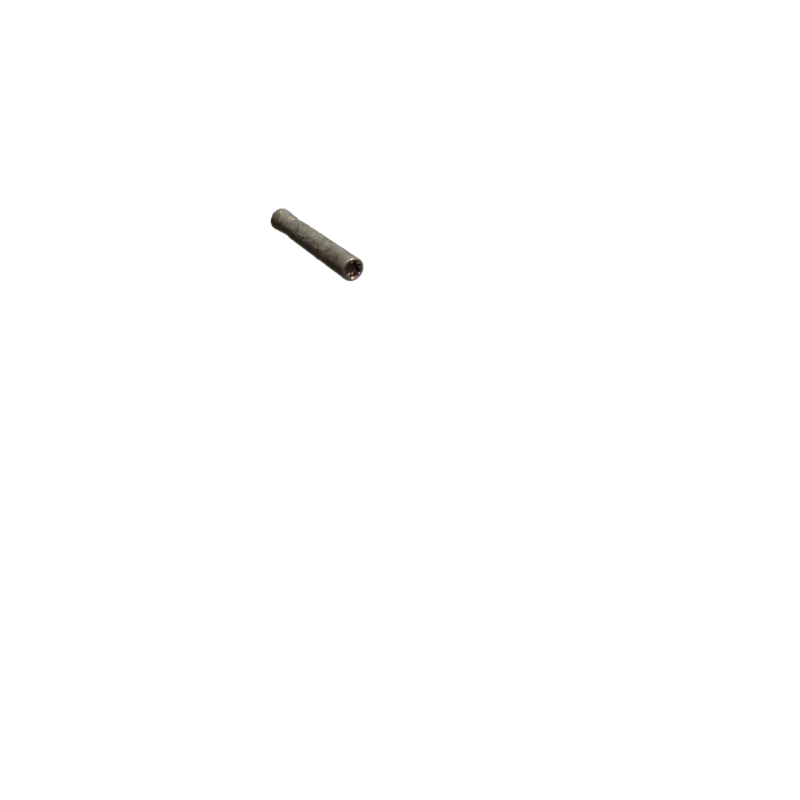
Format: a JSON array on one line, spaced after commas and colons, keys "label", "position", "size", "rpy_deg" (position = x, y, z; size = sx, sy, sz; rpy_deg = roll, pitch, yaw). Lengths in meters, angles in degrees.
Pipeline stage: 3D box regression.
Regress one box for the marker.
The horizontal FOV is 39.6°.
[{"label": "marker", "position": [-0.068, -0.124, 0.865], "size": [0.019, 0.019, 0.130], "rpy_deg": [-3, 27, -33]}]
